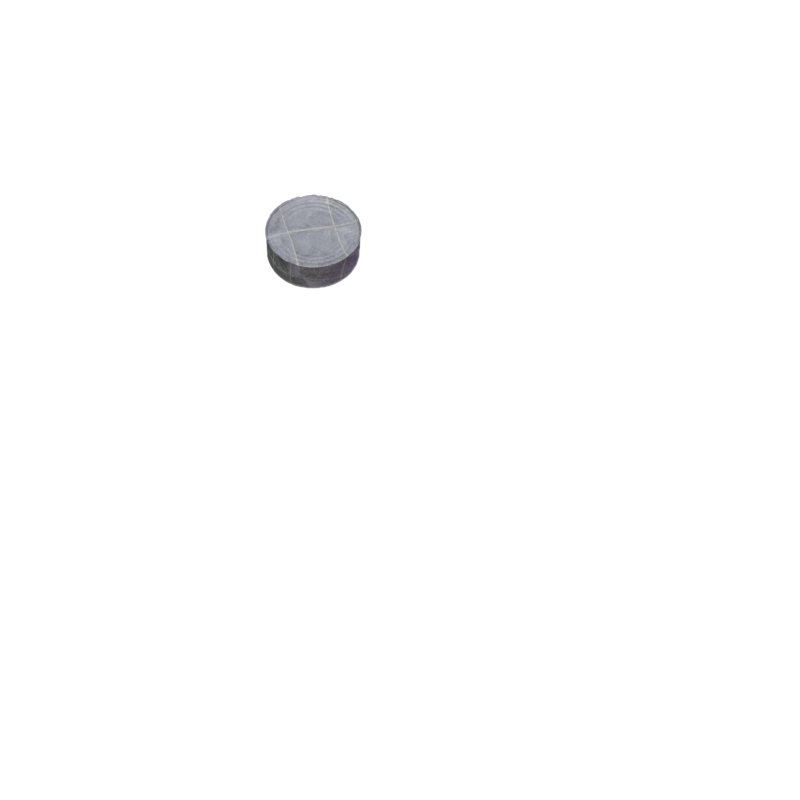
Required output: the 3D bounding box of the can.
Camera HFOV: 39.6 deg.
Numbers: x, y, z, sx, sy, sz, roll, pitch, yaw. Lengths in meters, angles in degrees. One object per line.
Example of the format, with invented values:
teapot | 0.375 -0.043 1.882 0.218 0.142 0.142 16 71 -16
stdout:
can | -0.078 -0.142 0.996 0.086 0.092 0.031 -1 -38 -1
